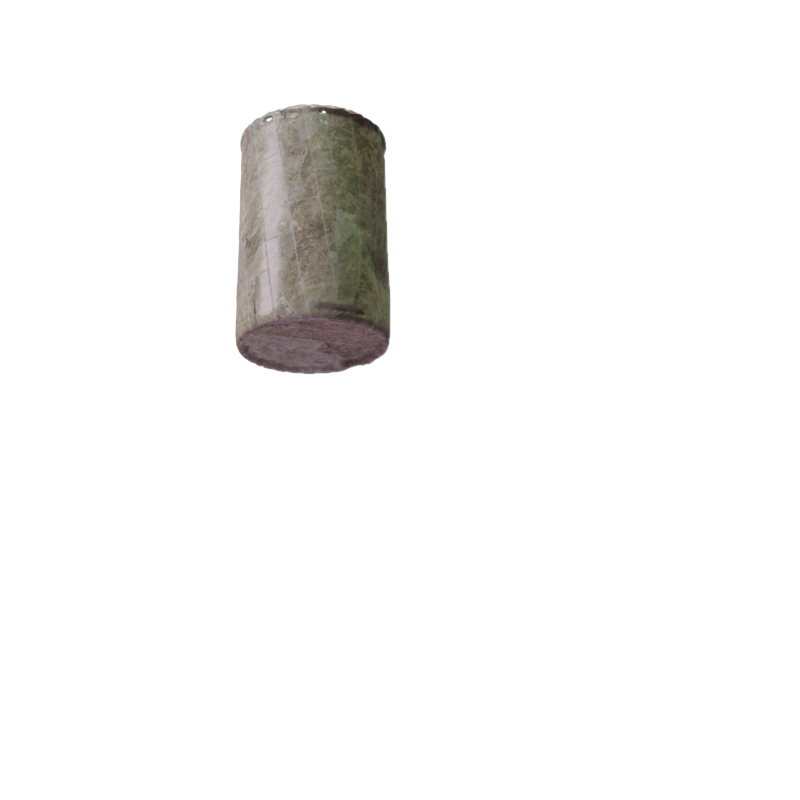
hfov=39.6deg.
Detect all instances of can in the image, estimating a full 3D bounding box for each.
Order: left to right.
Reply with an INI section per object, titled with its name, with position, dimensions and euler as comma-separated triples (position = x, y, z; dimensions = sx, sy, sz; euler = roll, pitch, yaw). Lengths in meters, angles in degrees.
[can]
position = -0.039, -0.071, 0.494
dimensions = 0.068, 0.108, 0.065
euler = 0, -24, -2
